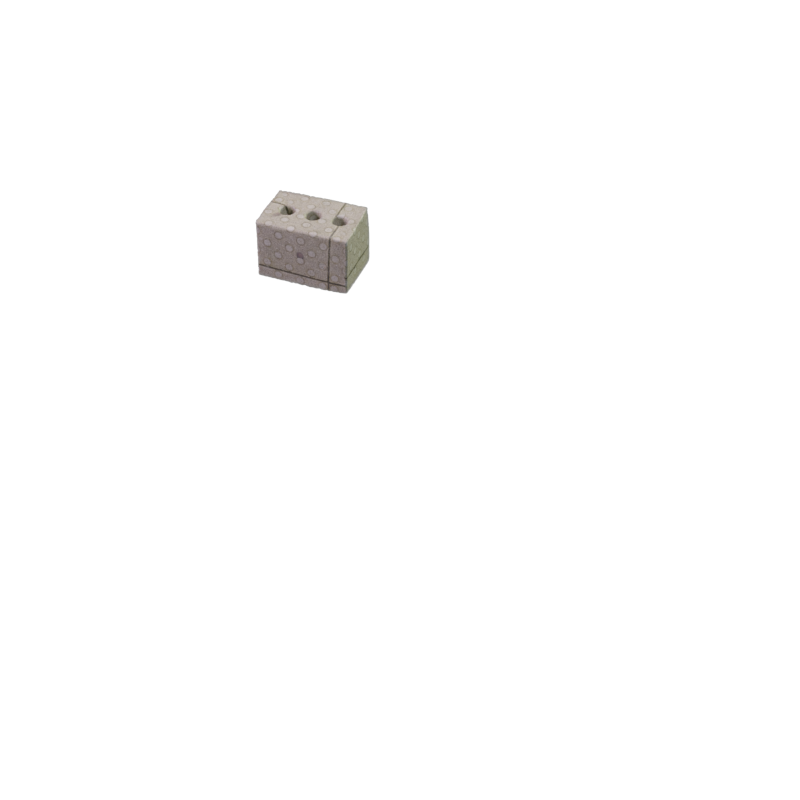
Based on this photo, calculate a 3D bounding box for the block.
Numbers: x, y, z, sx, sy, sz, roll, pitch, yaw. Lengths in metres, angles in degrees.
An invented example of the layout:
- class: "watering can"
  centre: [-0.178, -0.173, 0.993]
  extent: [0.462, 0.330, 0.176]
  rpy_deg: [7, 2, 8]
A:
- class: "block"
  centre: [-0.068, -0.125, 0.875]
  extent: [0.080, 0.048, 0.055]
  rpy_deg: [13, 39, 15]
